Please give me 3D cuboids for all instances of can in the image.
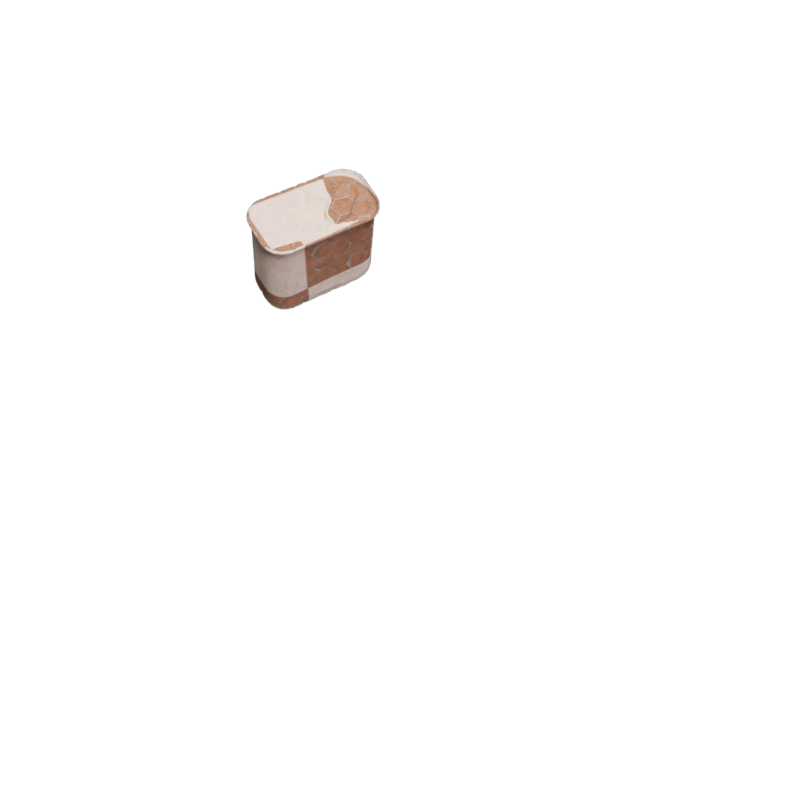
[{"bbox_3d":[-0.070,-0.127,0.892,0.101,0.062,0.078,-25,-28,-17],"label":"can"}]
